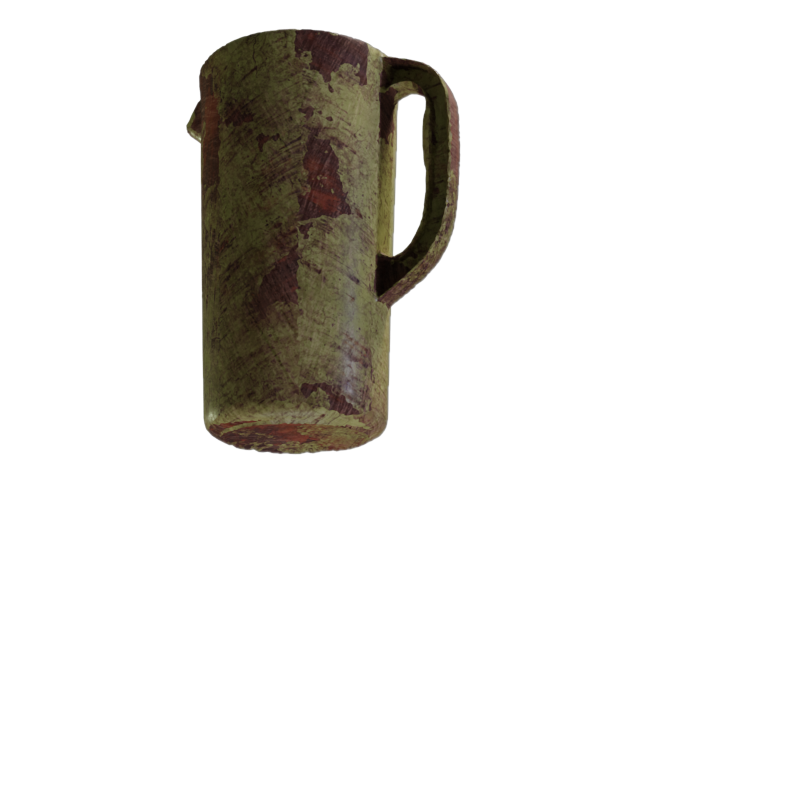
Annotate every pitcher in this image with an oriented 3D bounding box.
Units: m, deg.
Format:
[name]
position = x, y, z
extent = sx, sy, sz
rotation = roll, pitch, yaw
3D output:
[pitcher]
position = -0.053, -0.097, 0.682
extent = 0.140, 0.255, 0.147
rotation = 7, -20, -22
